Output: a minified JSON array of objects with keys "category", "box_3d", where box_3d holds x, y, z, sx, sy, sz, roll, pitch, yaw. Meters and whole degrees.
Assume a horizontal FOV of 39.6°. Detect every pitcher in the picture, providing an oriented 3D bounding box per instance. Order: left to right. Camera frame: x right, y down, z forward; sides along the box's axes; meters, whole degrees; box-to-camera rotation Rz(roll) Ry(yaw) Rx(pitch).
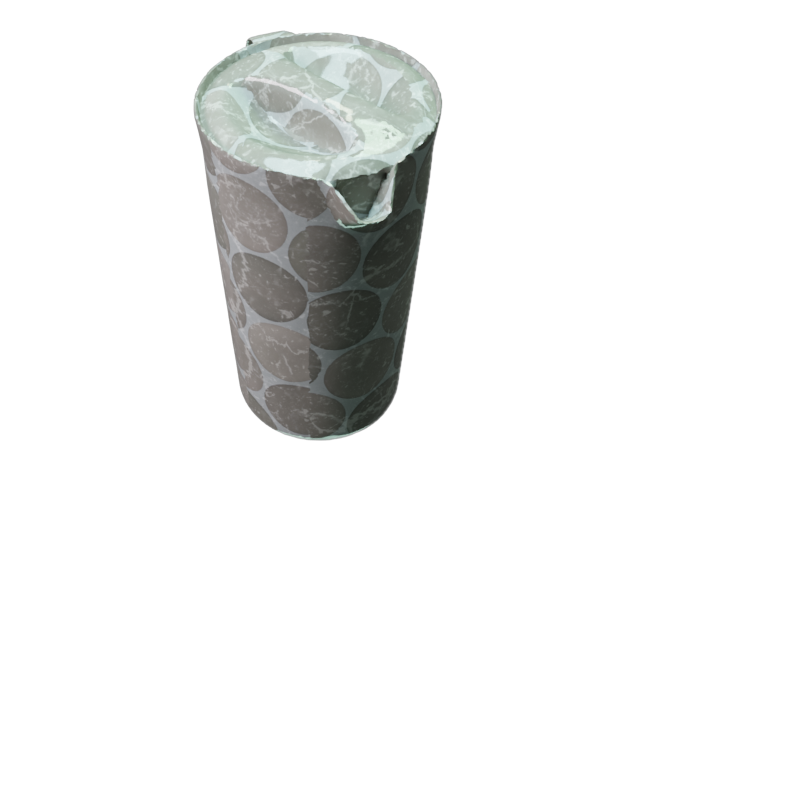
[{"category":"pitcher","box_3d":[-0.053,-0.097,0.678,0.149,0.226,0.155,18,48,13]}]
